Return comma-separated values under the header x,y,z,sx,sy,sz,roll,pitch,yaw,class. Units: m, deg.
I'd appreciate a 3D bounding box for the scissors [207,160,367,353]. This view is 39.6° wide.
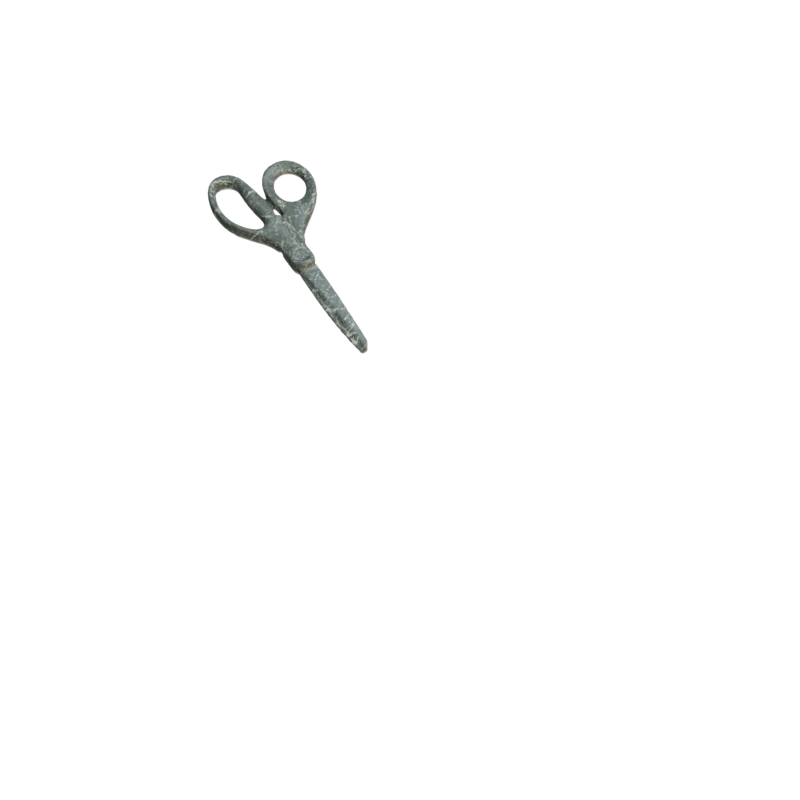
x,y,z,sx,sy,sz,roll,pitch,yaw,class
-0.068,-0.124,0.871,0.097,0.015,0.214,-39,63,-25,scissors
